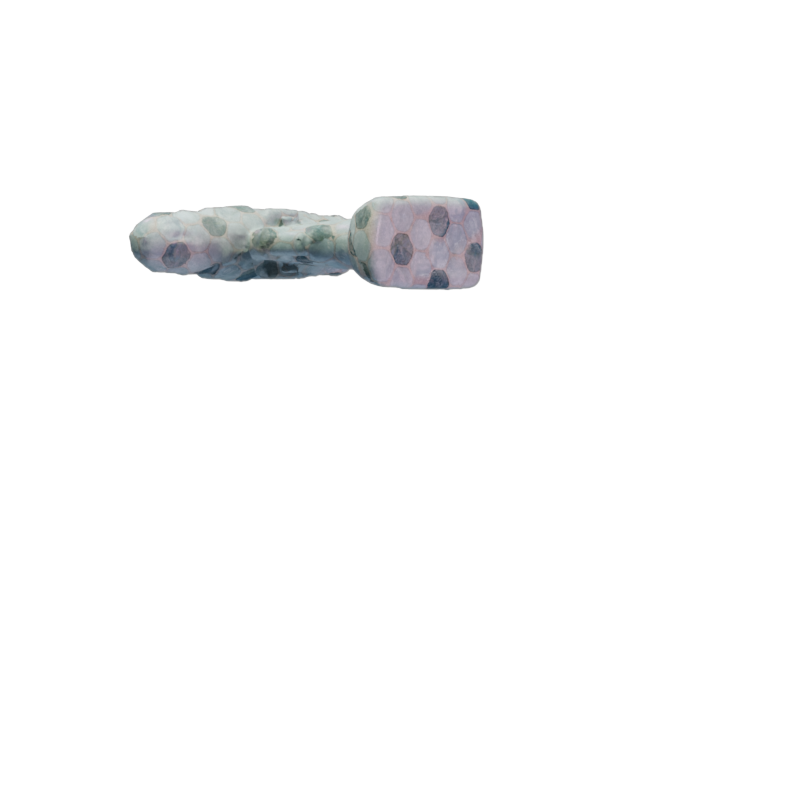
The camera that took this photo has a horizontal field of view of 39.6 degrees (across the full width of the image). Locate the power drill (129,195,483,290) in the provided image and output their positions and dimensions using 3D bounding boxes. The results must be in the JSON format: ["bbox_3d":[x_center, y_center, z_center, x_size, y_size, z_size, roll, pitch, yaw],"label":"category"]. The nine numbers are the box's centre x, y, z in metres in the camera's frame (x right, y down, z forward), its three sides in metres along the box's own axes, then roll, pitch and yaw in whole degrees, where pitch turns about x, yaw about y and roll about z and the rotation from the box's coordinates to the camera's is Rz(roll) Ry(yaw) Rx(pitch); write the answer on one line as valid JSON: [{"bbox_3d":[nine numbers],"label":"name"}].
[{"bbox_3d":[-0.056,-0.102,0.718,0.178,0.057,0.196,-8,12,-43],"label":"power drill"}]
